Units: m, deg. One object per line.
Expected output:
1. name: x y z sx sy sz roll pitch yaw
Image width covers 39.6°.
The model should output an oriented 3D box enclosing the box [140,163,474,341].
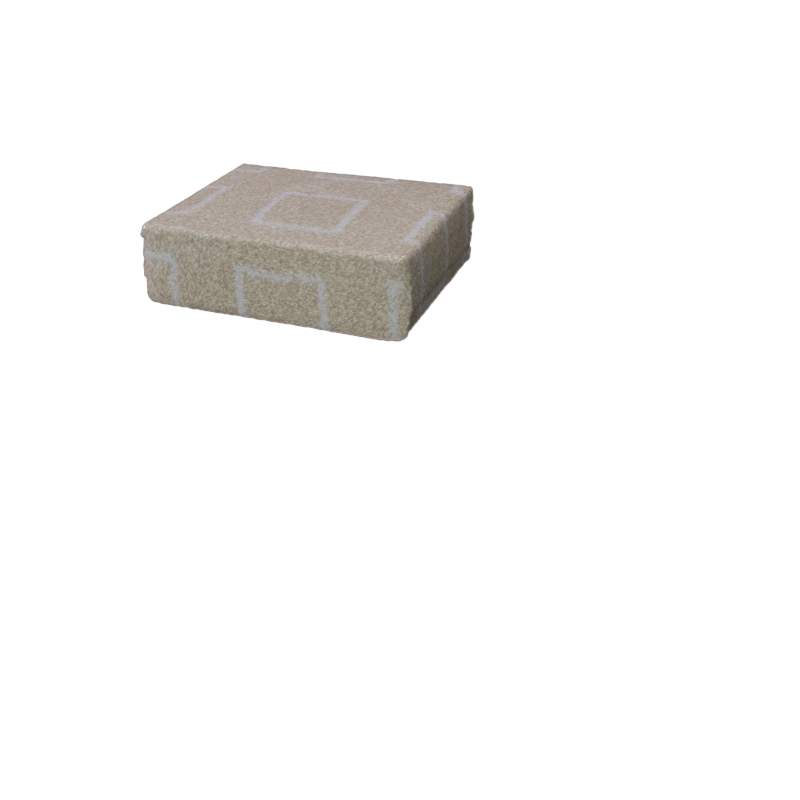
1. box: -0.036 -0.065 0.457 0.117 0.037 0.092 11 30 19
